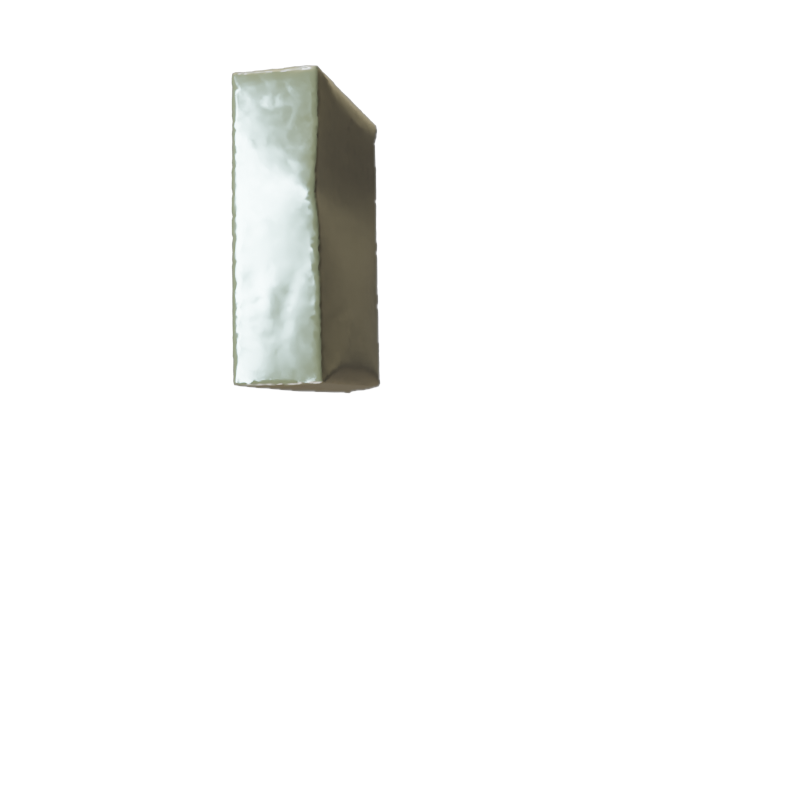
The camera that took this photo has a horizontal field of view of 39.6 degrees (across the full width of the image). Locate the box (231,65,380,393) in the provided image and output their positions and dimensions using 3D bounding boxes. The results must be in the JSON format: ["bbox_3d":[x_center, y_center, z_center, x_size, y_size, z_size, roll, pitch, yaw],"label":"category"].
[{"bbox_3d":[-0.063,-0.115,0.802,0.073,0.218,0.158,-3,-7,13],"label":"box"}]
